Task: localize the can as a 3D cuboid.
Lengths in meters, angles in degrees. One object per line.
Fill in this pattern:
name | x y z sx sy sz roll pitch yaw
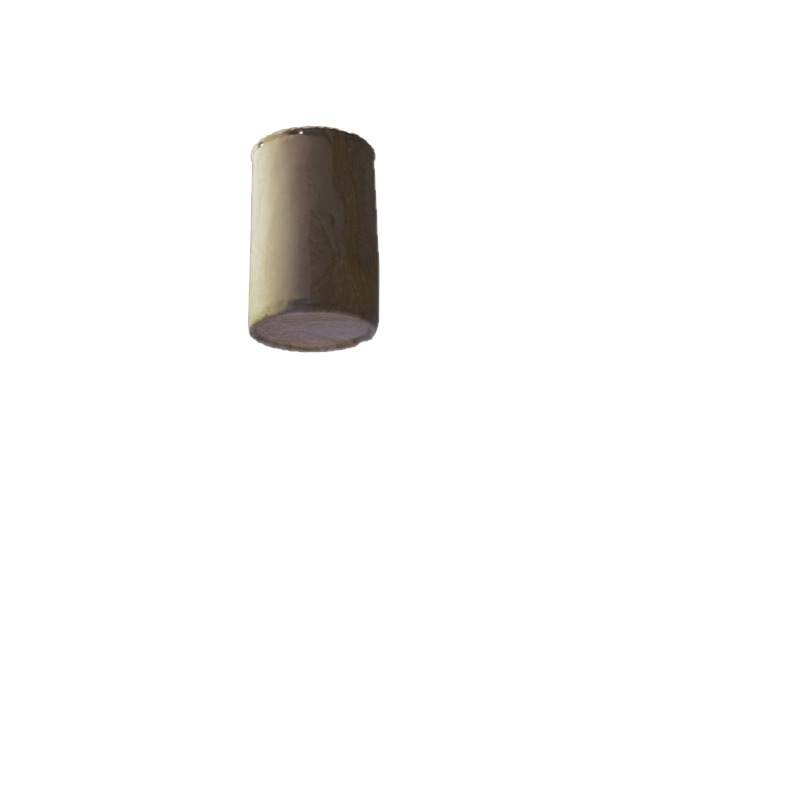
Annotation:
can | -0.046 -0.083 0.583 0.068 0.107 0.065 0 -20 -2
